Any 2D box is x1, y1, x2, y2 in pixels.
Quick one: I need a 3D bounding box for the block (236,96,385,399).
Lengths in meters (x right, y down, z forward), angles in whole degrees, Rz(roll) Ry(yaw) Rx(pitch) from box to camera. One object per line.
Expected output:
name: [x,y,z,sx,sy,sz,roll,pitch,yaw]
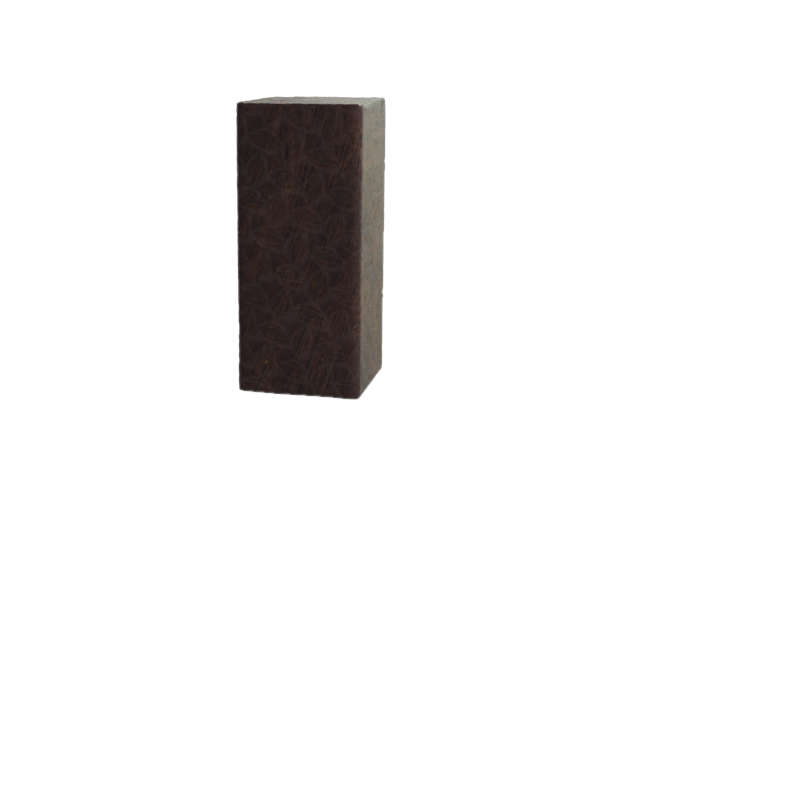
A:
block: [-0.063,-0.115,0.806,0.092,0.201,0.091,3,11,12]
